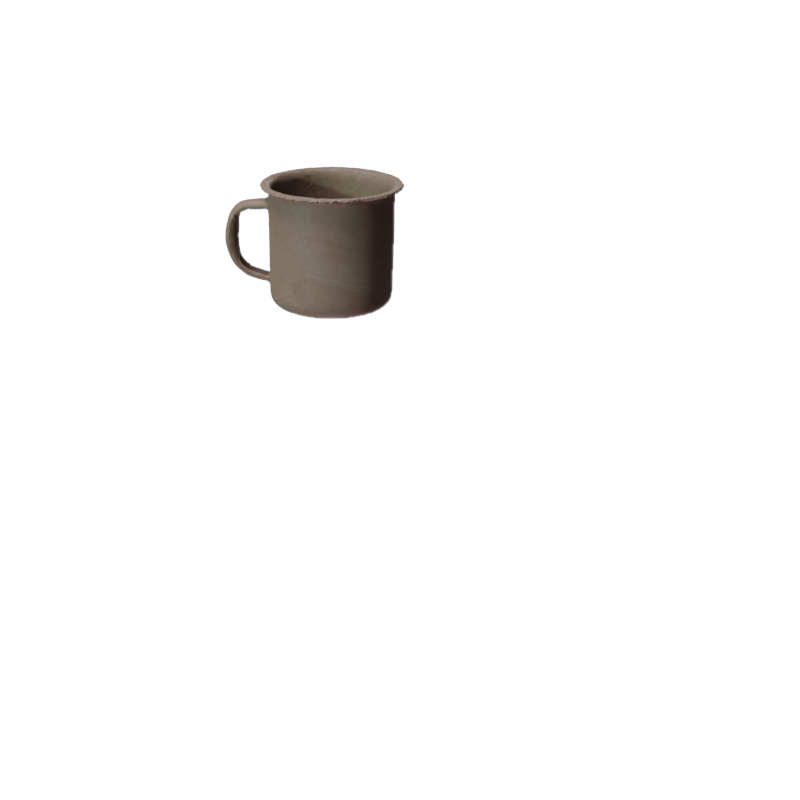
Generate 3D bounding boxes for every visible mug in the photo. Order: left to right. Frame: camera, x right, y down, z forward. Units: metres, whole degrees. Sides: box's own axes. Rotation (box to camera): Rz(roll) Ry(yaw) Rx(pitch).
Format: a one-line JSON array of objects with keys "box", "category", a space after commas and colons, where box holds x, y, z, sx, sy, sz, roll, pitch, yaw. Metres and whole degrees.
[{"box": [-0.057, -0.104, 0.730, 0.118, 0.078, 0.097, 1, 21, 2], "category": "mug"}]
